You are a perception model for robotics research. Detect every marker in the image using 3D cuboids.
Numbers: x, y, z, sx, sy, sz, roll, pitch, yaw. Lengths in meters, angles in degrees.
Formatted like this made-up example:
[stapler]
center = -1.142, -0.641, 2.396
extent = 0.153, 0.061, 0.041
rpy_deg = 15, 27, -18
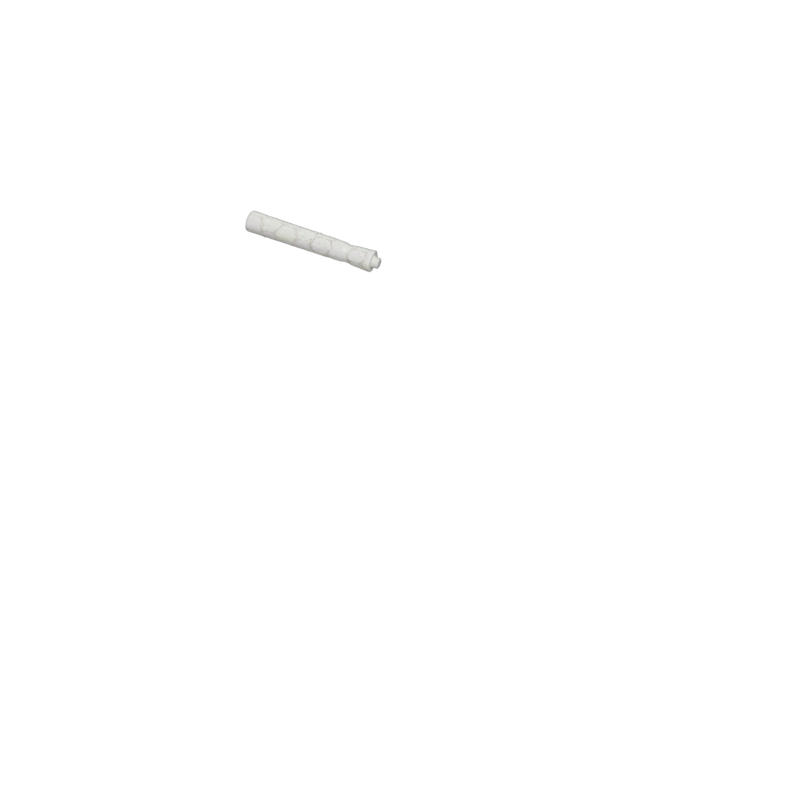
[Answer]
[marker]
center = -0.073, -0.133, 0.929
extent = 0.125, 0.019, 0.019
rpy_deg = 21, 10, 18
